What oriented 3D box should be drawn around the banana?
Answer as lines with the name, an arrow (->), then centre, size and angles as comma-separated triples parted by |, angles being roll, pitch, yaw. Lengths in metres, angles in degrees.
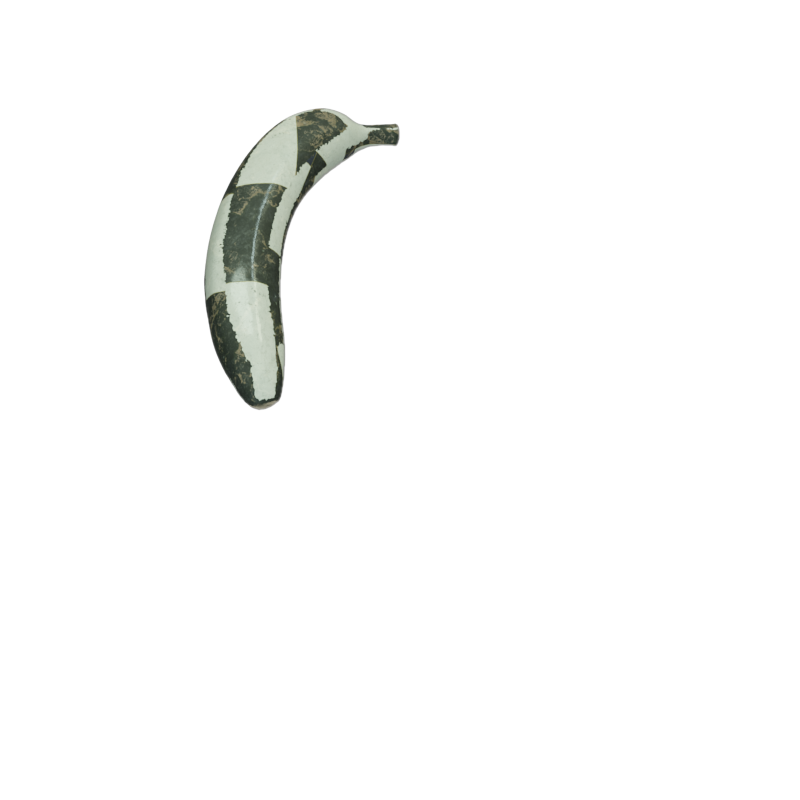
banana -> -0.060, -0.087, 0.557 | 0.071, 0.207, 0.034 | 15, -35, 10
